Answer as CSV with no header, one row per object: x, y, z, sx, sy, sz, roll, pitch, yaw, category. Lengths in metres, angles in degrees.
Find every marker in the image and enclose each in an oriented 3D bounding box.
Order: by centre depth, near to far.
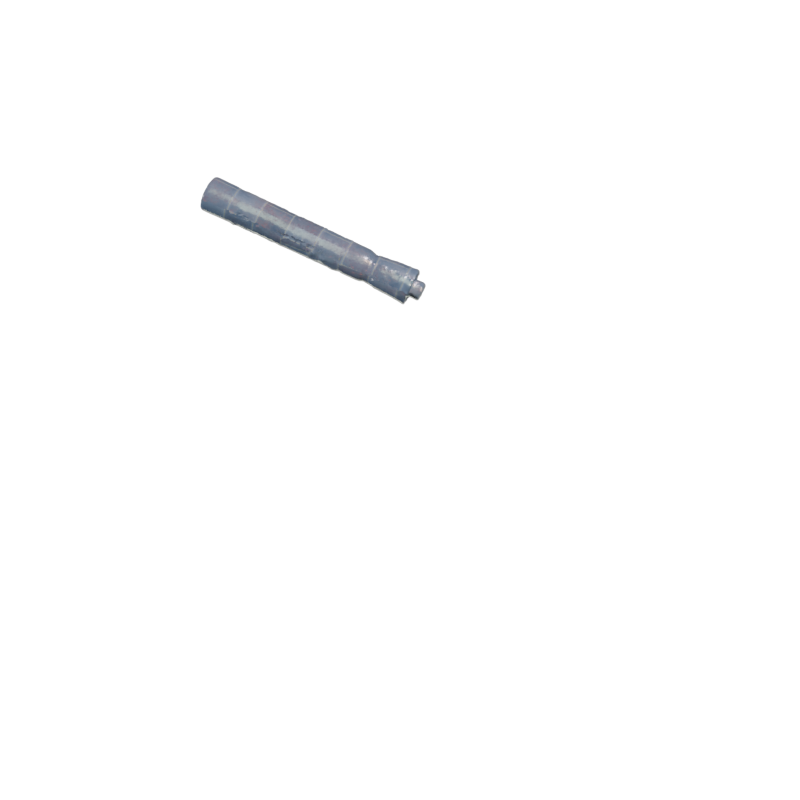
-0.044,-0.080,0.560,0.124,0.020,0.019,26,8,10,marker
